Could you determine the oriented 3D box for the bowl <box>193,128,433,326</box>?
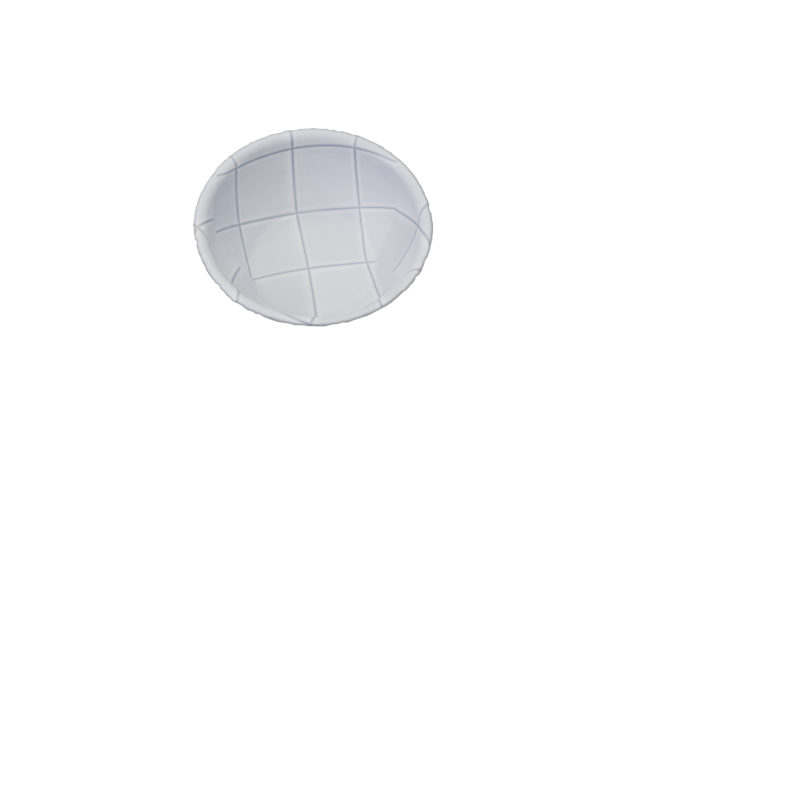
[{"bbox_3d":[-0.060,-0.110,0.771,0.162,0.173,0.052,-1,-31,-1],"label":"bowl"}]
